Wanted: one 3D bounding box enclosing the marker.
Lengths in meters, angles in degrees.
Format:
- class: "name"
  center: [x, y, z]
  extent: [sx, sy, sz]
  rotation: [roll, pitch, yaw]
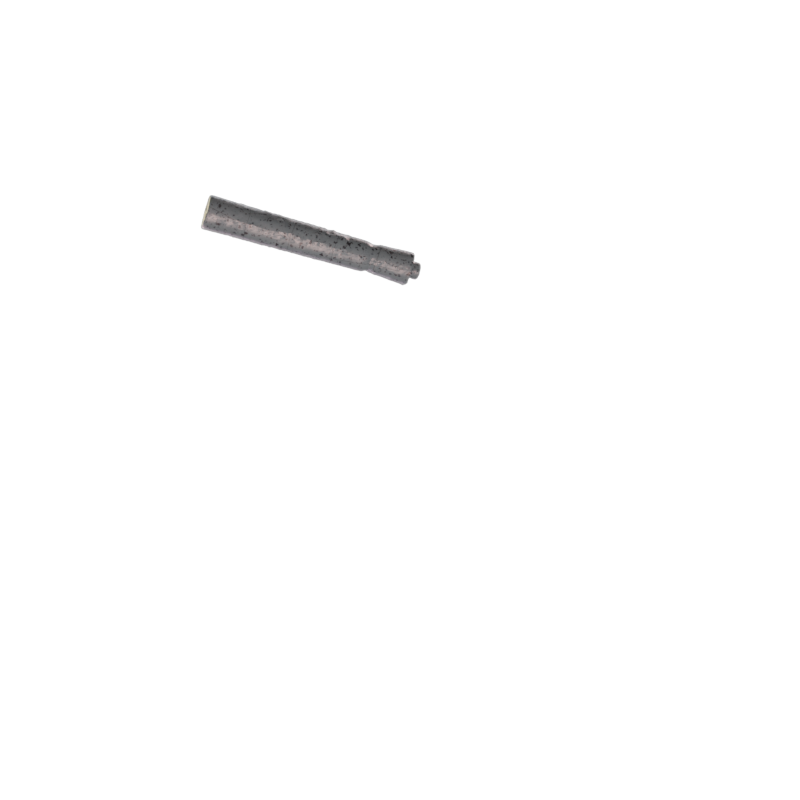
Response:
- class: "marker"
  center: [-0.047, -0.085, 0.599]
  extent: [0.119, 0.020, 0.020]
  rotation: [15, 1, -9]
